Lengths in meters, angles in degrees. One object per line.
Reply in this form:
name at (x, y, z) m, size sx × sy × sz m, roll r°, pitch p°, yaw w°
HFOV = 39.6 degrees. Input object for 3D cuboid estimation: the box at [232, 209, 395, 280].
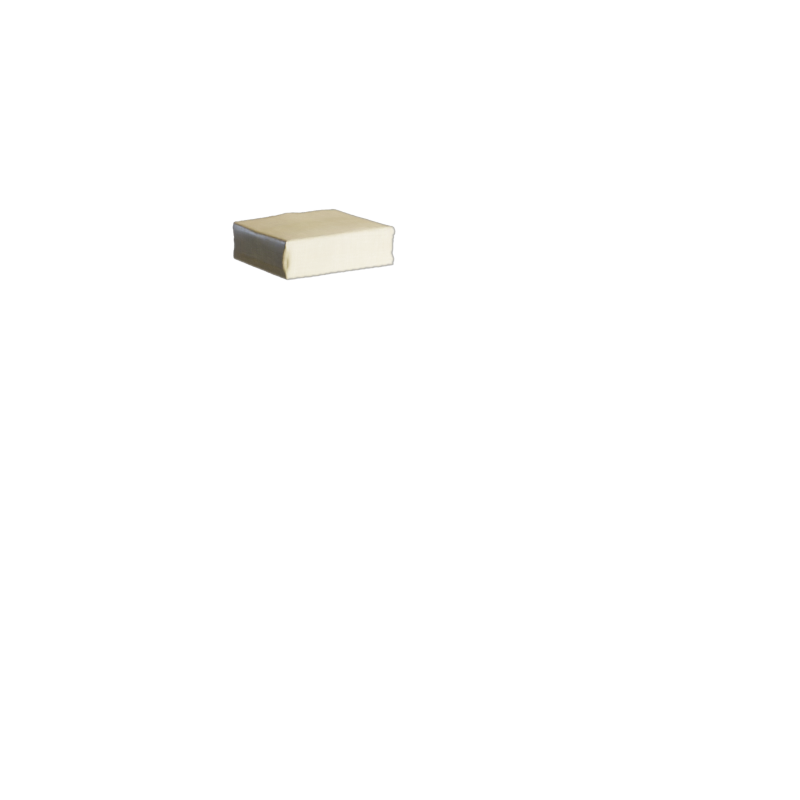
box at (-0.060, -0.109, 0.762) m, size 0.087 × 0.029 × 0.078 m, roll -13°, pitch 24°, yaw -32°
